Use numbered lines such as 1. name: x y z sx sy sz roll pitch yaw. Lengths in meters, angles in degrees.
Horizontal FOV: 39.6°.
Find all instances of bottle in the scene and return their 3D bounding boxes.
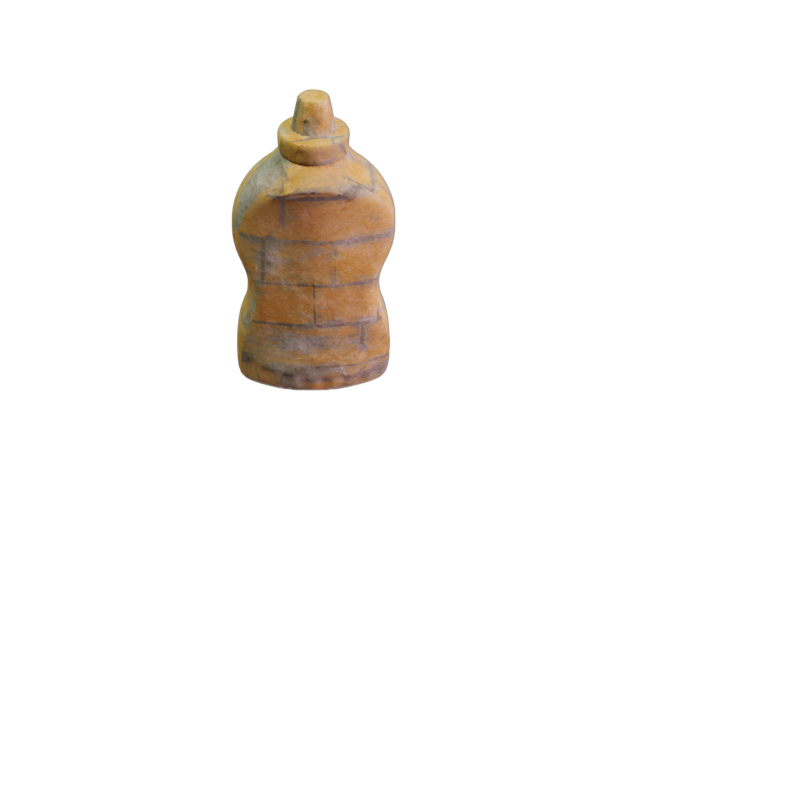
1. bottle: -0.052 -0.095 0.660 0.096 0.179 0.062 1 37 -2
